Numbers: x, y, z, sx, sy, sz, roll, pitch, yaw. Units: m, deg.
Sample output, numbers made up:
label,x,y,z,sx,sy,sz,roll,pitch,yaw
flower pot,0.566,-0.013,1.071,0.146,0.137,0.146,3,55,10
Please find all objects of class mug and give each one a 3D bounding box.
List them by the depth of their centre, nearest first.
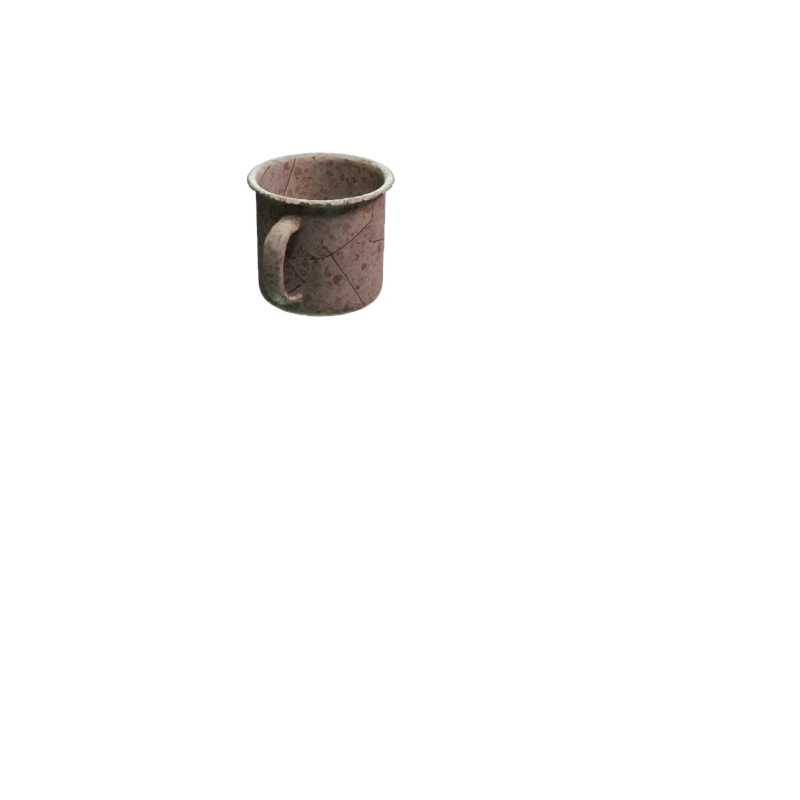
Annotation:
label,x,y,z,sx,sy,sz,roll,pitch,yaw
mug,-0.055,-0.100,0.702,0.096,0.077,0.120,10,30,17
